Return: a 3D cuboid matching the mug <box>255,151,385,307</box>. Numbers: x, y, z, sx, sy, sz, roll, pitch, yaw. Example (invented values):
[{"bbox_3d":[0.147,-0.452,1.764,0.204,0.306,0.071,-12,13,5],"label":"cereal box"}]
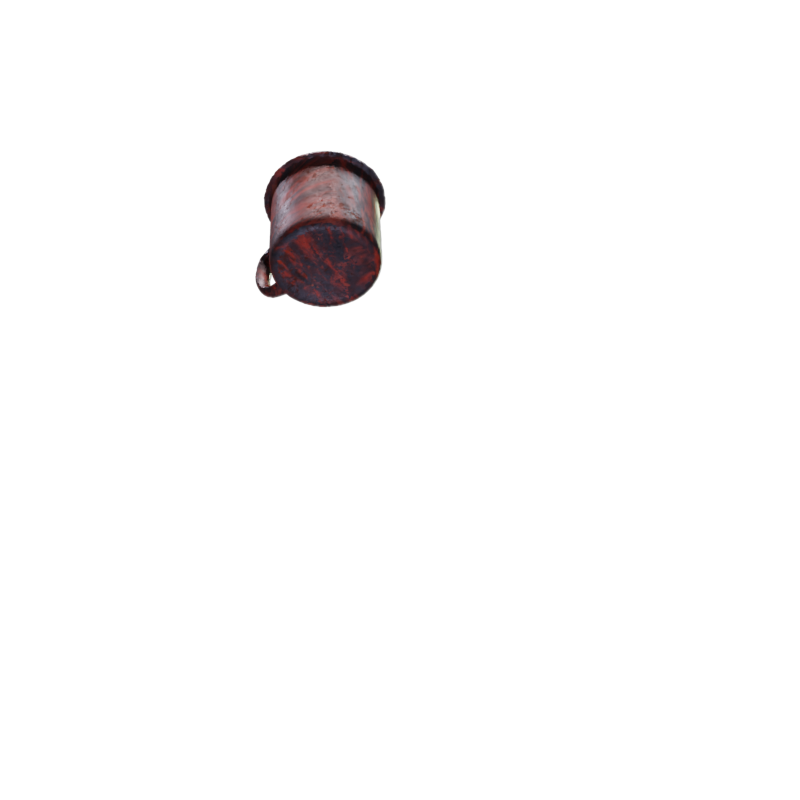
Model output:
[{"bbox_3d":[-0.065,-0.118,0.824,0.116,0.087,0.087,-33,-55,25],"label":"mug"}]
